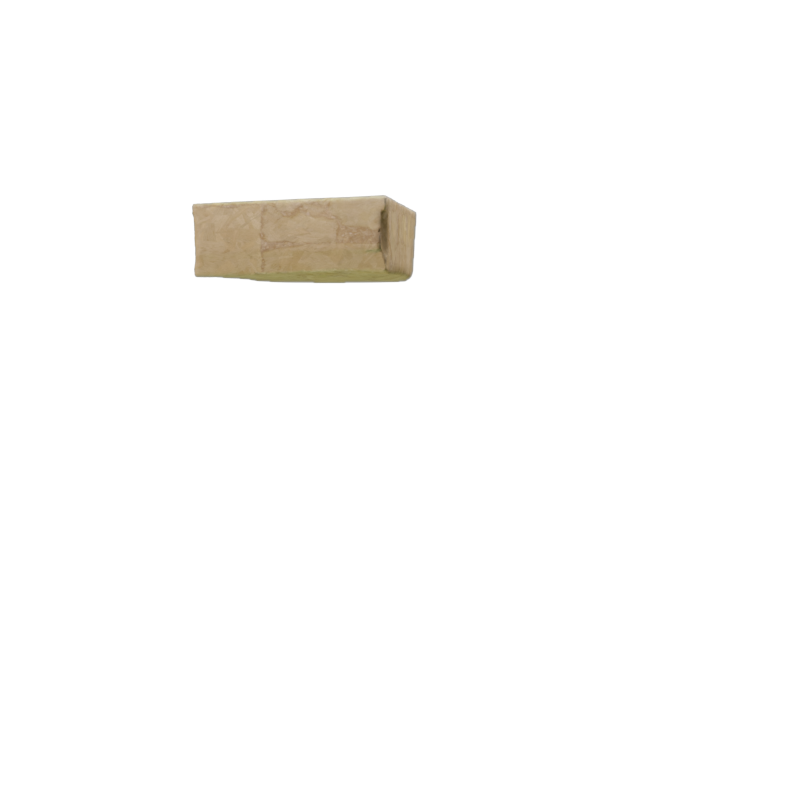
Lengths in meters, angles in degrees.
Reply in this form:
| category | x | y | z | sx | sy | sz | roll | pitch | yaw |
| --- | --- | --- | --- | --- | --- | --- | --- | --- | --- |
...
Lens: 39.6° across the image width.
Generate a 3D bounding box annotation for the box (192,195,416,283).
| category | x | y | z | sx | sy | sz | roll | pitch | yaw |
| --- | --- | --- | --- | --- | --- | --- | --- | --- | --- |
| box | -0.042 | -0.077 | 0.542 | 0.091 | 0.039 | 0.112 | 0 | 3 | 9 |
